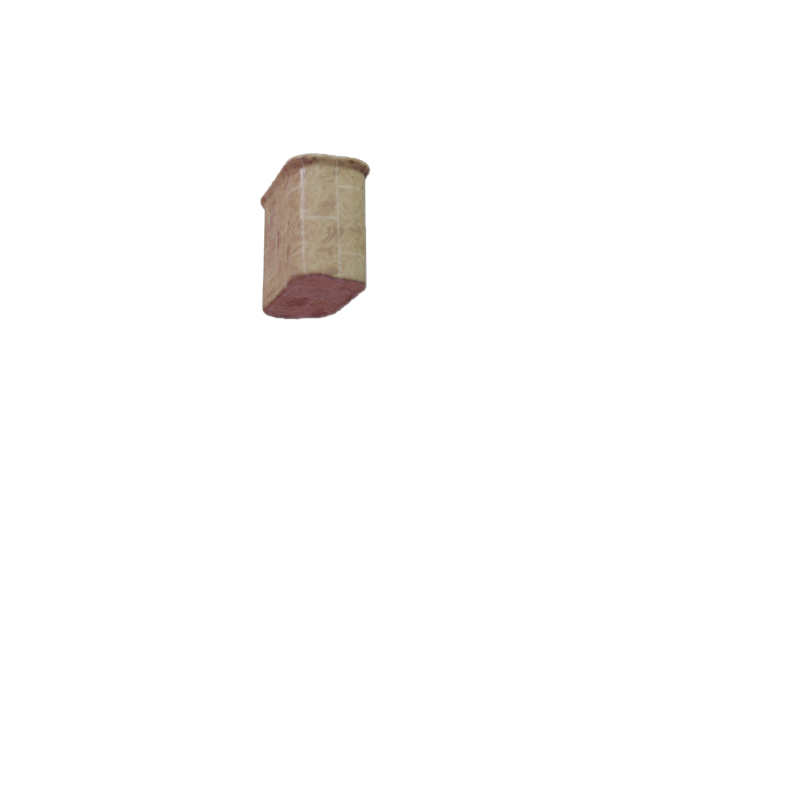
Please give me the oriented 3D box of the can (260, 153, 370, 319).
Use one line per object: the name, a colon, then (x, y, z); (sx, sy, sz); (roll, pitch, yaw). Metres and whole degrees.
can: (-0.058, -0.106, 0.746); (0.056, 0.087, 0.101); (5, -16, -20)
